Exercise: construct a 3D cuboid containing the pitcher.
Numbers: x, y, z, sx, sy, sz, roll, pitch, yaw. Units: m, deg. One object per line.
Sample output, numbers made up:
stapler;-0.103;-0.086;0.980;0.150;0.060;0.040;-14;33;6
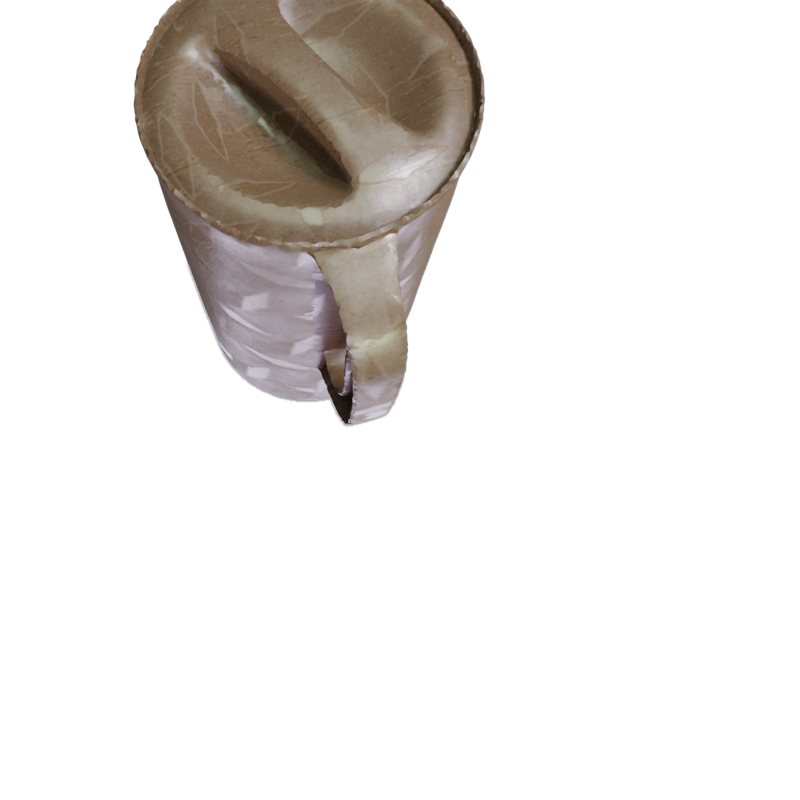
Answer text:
pitcher;-0.040;-0.074;0.517;0.148;0.153;0.231;27;-19;7
